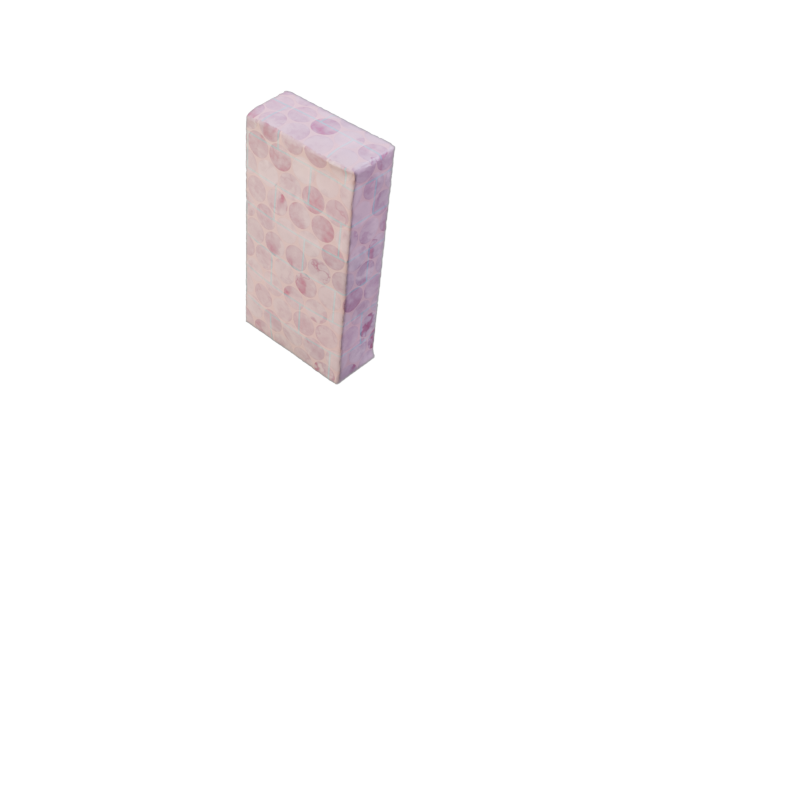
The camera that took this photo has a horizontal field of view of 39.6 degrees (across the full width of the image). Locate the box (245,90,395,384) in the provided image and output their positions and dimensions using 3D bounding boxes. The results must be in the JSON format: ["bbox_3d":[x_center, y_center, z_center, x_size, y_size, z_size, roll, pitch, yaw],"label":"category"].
[{"bbox_3d":[-0.057,-0.103,0.721,0.099,0.164,0.048,33,51,28],"label":"box"}]
